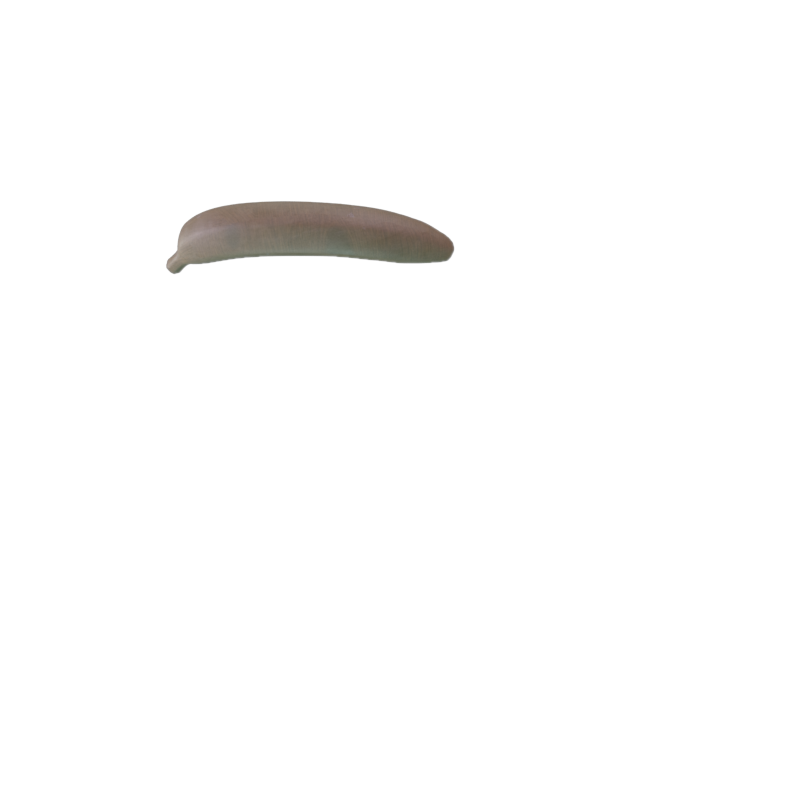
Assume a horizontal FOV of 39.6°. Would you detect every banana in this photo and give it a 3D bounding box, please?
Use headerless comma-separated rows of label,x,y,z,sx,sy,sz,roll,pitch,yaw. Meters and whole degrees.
banana,-0.063,-0.109,0.735,0.199,0.038,0.067,0,-8,4
